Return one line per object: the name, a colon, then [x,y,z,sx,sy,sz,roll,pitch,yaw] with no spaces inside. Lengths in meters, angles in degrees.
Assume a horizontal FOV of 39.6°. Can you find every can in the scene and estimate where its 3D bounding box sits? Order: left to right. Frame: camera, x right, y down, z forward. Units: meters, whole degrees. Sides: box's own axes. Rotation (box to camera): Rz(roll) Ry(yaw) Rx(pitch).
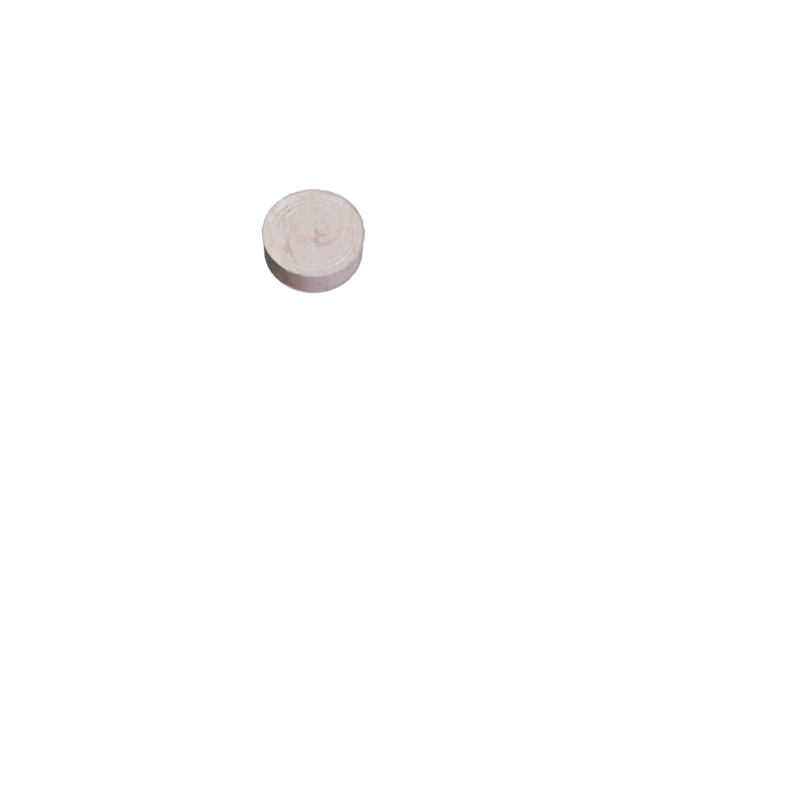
can: [-0.073,-0.133,0.935,0.086,0.091,0.031,-1,-30,-1]
